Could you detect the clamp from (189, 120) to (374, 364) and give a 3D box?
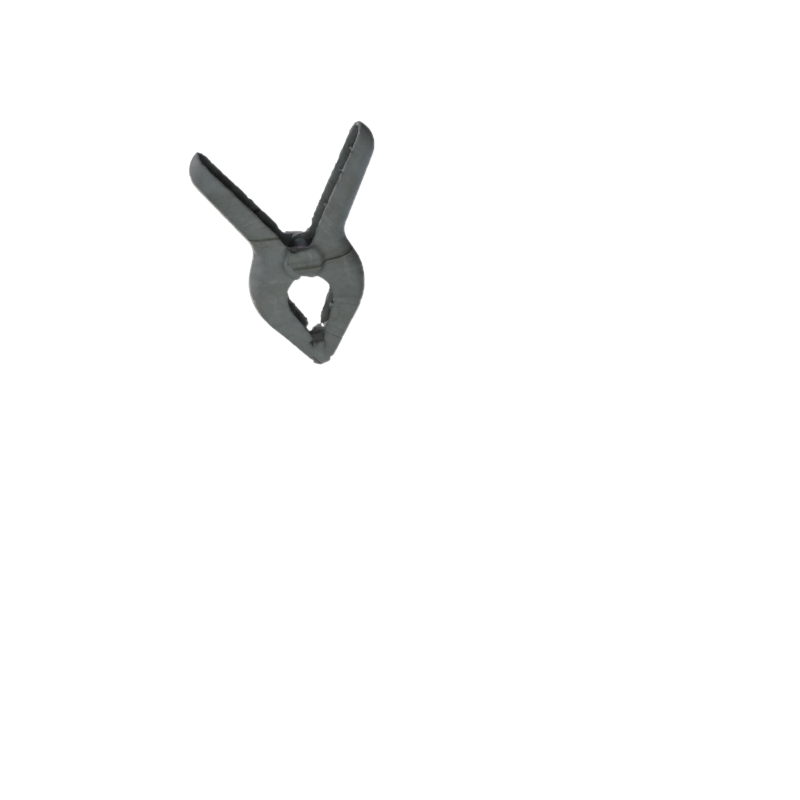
[{"bbox_3d":[-0.058,-0.107,0.746,0.121,0.160,0.042,-15,30,9],"label":"clamp"}]
